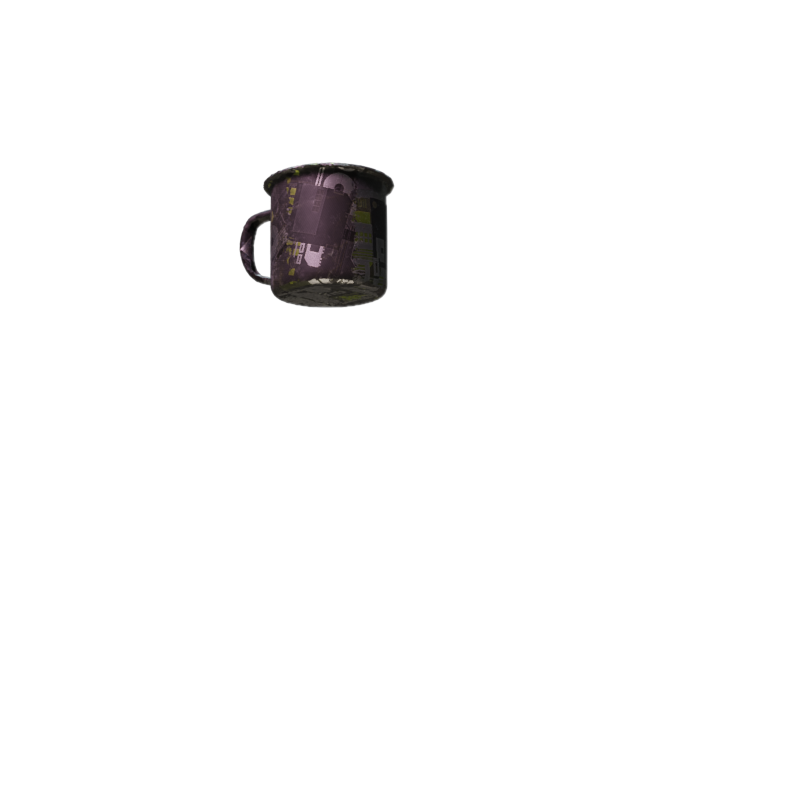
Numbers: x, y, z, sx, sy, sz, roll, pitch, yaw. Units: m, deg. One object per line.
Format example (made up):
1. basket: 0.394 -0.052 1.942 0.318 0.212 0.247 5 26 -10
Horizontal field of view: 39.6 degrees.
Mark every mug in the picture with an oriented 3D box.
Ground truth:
1. mug: -0.061 -0.111 0.780 0.120 0.084 0.088 -5 -13 22
